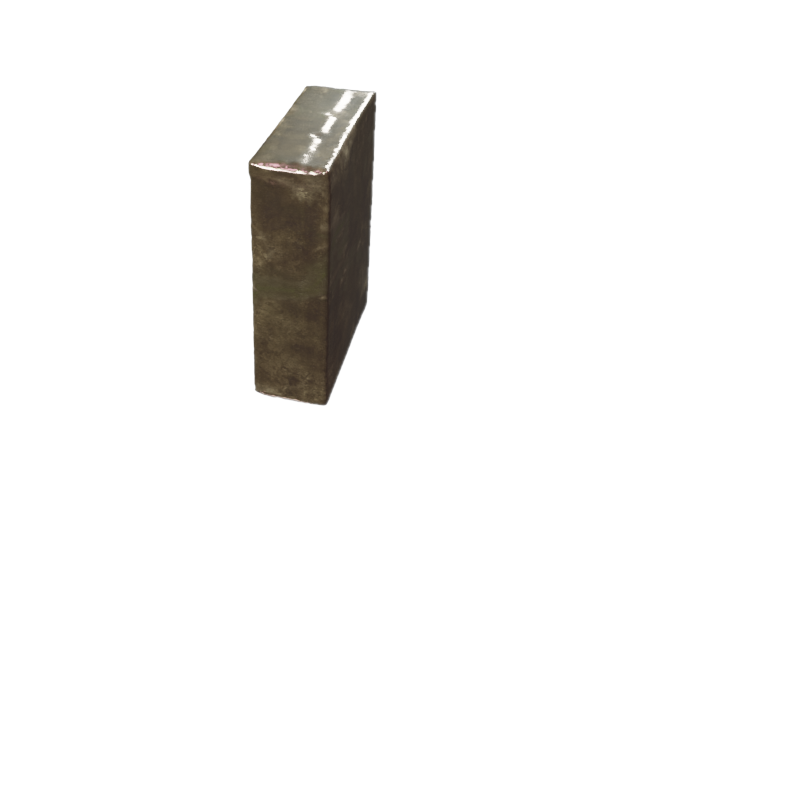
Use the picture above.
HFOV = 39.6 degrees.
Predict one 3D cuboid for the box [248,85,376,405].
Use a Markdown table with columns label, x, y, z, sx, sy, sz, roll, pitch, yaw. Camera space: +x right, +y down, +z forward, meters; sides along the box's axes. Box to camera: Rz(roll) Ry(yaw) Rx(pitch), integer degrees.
| label | x | y | z | sx | sy | sz | roll | pitch | yaw |
| --- | --- | --- | --- | --- | --- | --- | --- | --- | --- |
| box | -0.072 | -0.131 | 0.920 | 0.073 | 0.201 | 0.172 | 8 | 34 | 8 |
